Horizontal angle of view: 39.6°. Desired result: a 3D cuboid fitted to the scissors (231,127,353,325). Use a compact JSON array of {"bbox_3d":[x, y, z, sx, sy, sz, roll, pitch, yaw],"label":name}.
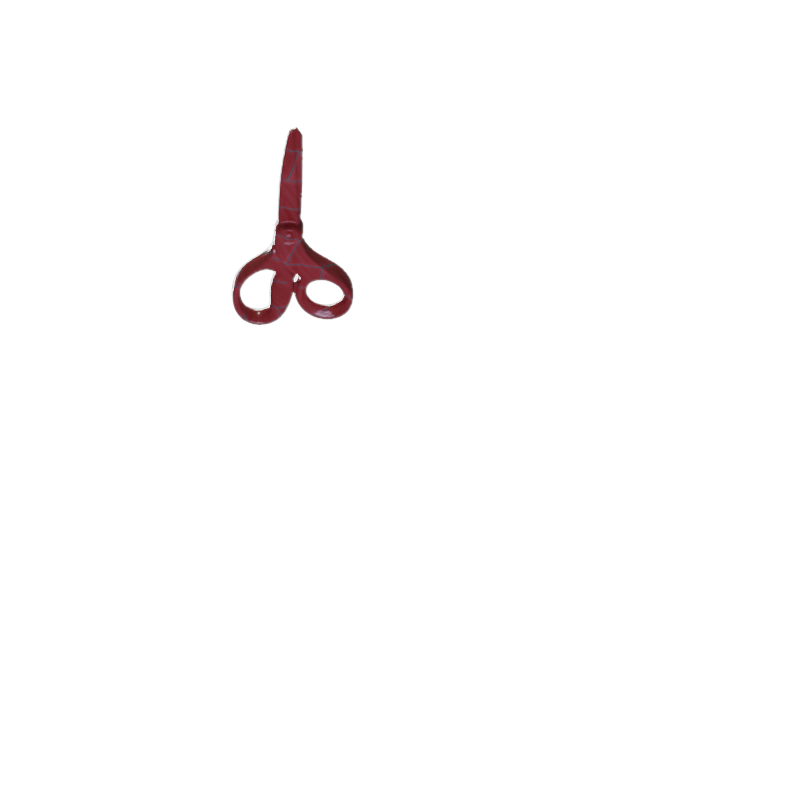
[{"bbox_3d":[-0.059,-0.107,0.752,0.093,0.017,0.194,12,-34,-18],"label":"scissors"}]
